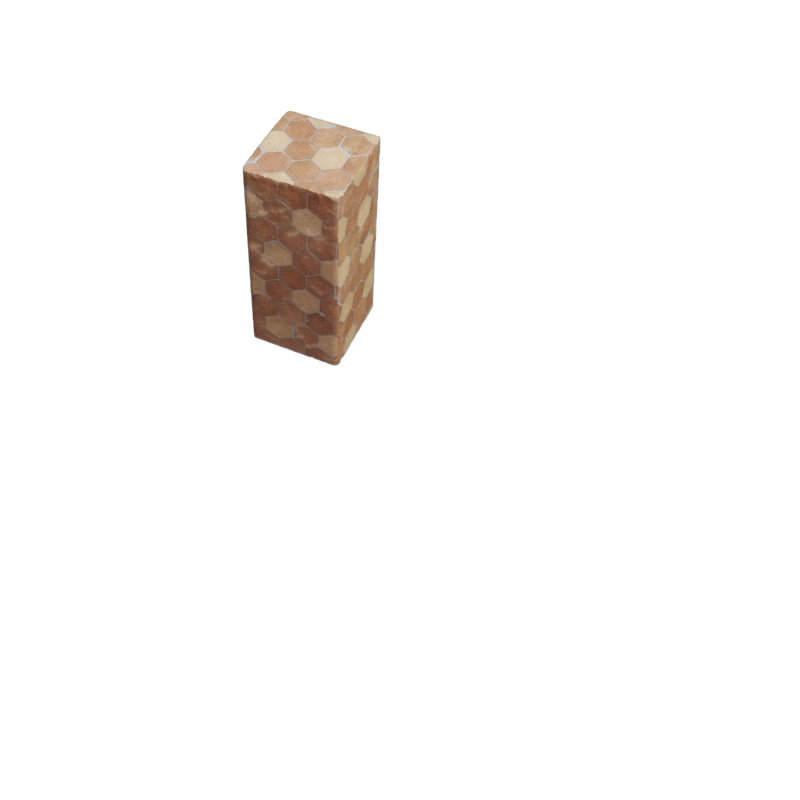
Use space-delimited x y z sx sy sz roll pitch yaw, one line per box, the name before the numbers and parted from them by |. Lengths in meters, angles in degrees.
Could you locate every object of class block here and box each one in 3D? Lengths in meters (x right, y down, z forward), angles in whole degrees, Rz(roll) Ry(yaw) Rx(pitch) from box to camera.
block | -0.077 -0.140 0.983 0.094 0.094 0.192 20 -40 13
